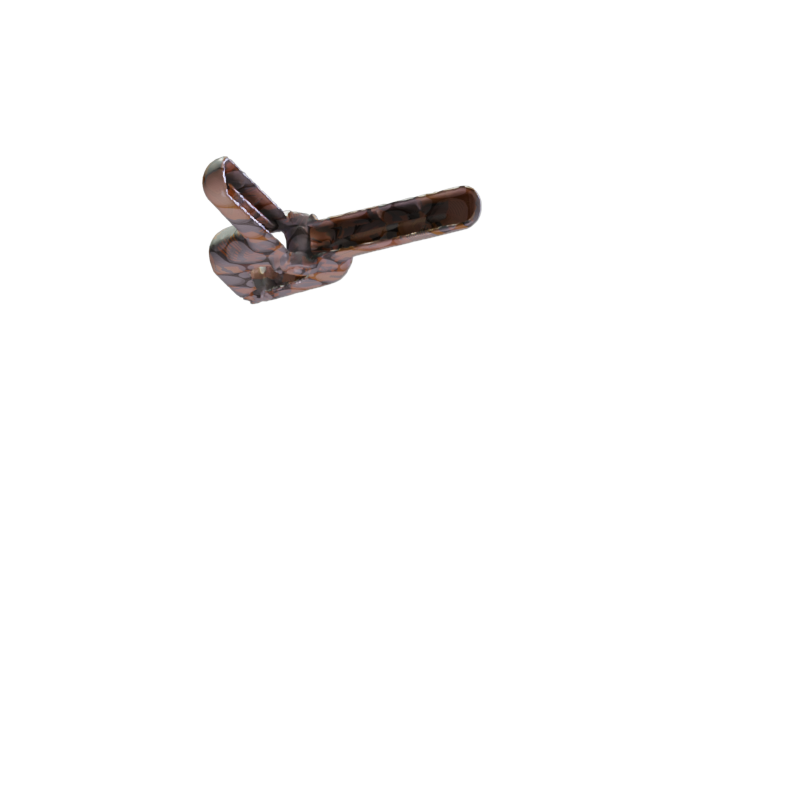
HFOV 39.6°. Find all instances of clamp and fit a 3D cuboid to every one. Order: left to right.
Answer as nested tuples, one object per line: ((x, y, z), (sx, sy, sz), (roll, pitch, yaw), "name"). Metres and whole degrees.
((-0.055, -0.100, 0.699), (0.161, 0.038, 0.207), (3, -12, -16), "clamp")
